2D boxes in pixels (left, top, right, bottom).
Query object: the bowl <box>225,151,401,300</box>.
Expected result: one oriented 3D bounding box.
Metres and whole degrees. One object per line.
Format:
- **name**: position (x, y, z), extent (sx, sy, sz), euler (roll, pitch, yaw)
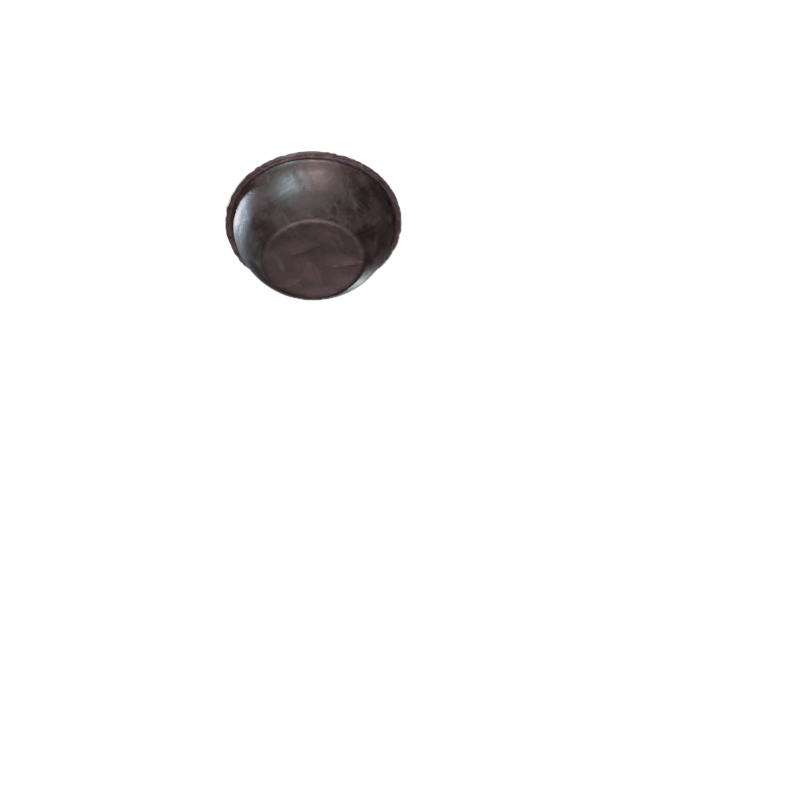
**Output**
- **bowl**: position (-0.078, -0.142, 0.993), extent (0.162, 0.151, 0.059), euler (1, 42, -1)
